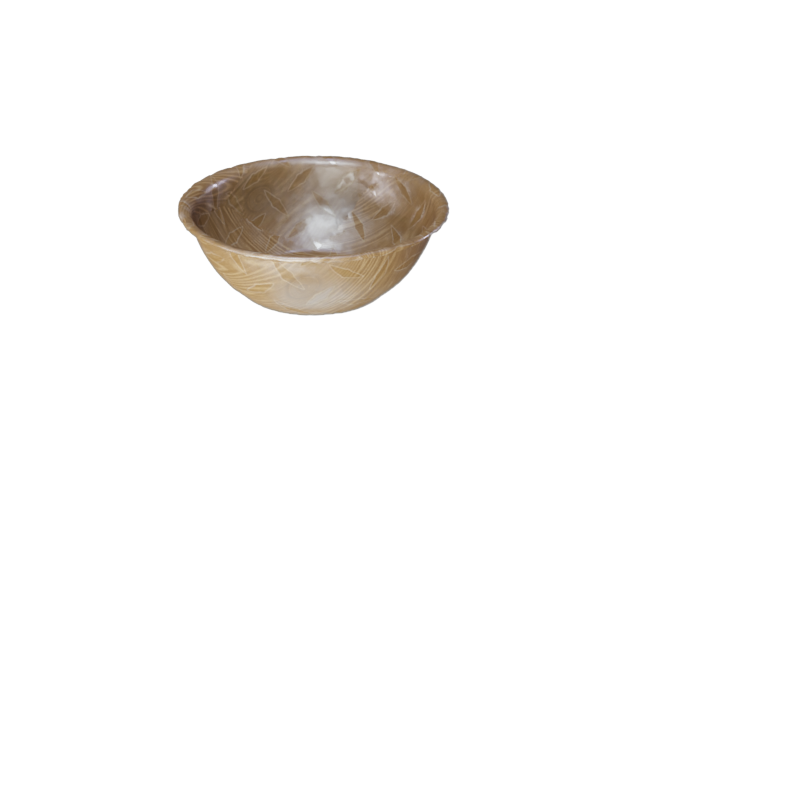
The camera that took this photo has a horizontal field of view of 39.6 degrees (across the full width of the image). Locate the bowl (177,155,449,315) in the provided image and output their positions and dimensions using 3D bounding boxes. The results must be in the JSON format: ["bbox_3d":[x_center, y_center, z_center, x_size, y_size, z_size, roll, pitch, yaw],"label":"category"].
[{"bbox_3d":[-0.053,-0.096,0.673,0.162,0.052,0.172,-1,30,-2],"label":"bowl"}]
